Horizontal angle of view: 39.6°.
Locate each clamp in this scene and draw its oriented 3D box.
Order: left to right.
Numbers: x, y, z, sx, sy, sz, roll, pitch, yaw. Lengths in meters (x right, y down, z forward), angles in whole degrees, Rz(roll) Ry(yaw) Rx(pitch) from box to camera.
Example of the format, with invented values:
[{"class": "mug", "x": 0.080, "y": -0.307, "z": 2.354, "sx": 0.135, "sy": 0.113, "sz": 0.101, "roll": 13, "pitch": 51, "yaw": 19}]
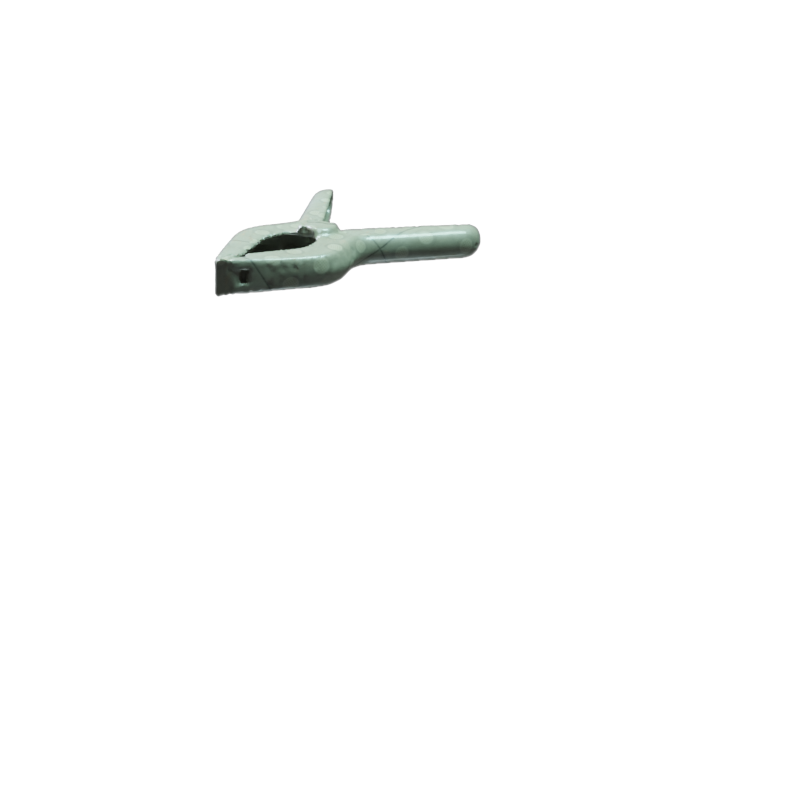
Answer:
[{"class": "clamp", "x": -0.066, "y": -0.121, "z": 0.845, "sx": 0.207, "sy": 0.035, "sz": 0.175, "roll": -21, "pitch": 31, "yaw": -38}]
